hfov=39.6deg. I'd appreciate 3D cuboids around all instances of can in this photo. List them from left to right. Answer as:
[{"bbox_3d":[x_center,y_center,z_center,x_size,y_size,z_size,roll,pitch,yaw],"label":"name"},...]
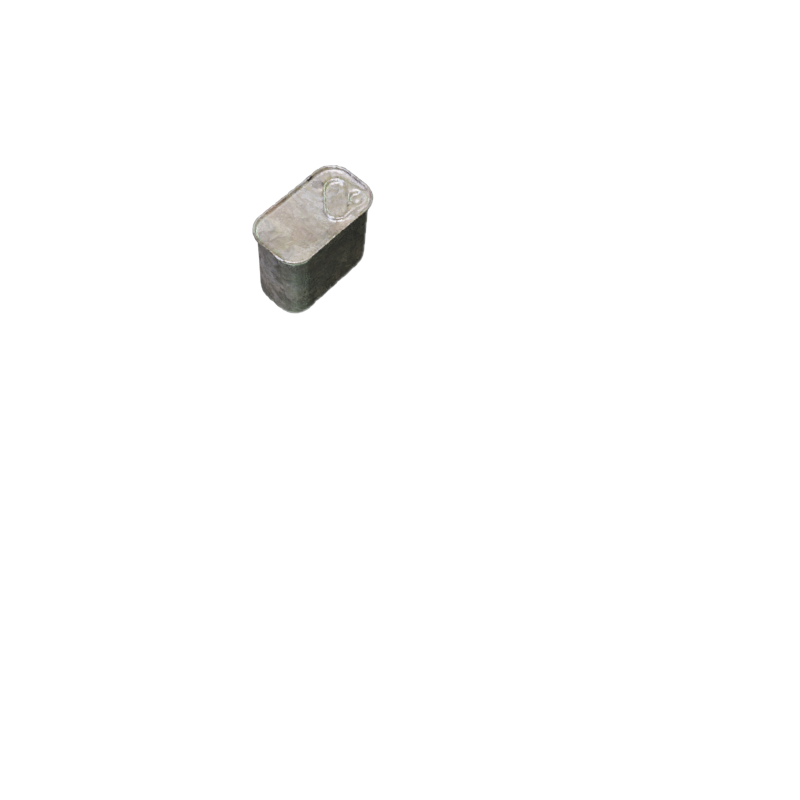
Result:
[{"bbox_3d":[-0.072,-0.131,0.917,0.060,0.103,0.079,39,-25,18],"label":"can"}]
